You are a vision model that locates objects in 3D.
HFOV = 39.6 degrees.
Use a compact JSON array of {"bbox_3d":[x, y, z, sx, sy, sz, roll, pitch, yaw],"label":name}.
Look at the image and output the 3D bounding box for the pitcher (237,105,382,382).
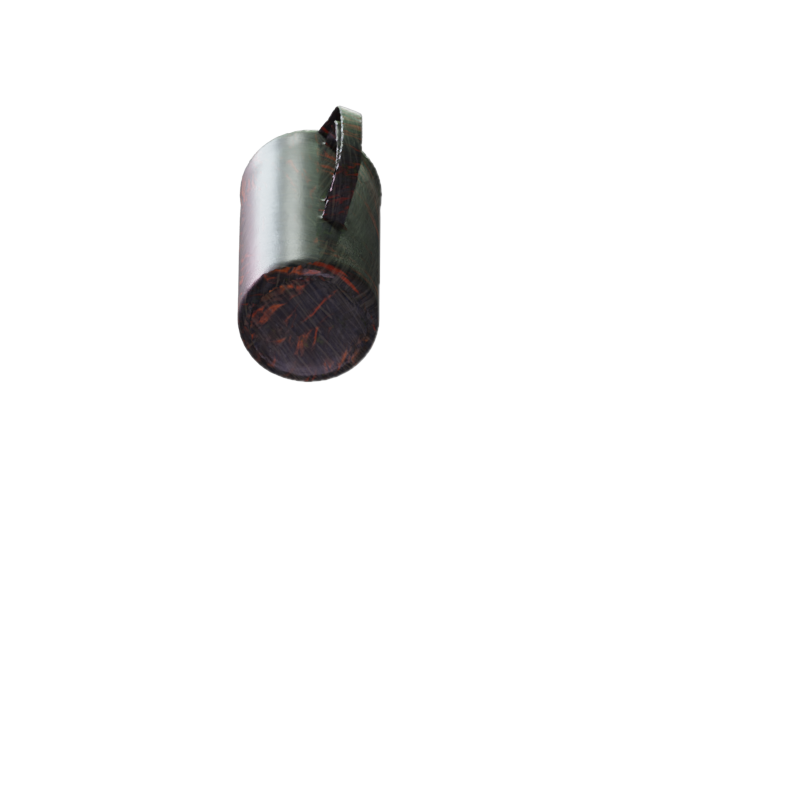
[{"bbox_3d":[-0.073,-0.133,0.931,0.145,0.139,0.259,-21,31,10],"label":"pitcher"}]
